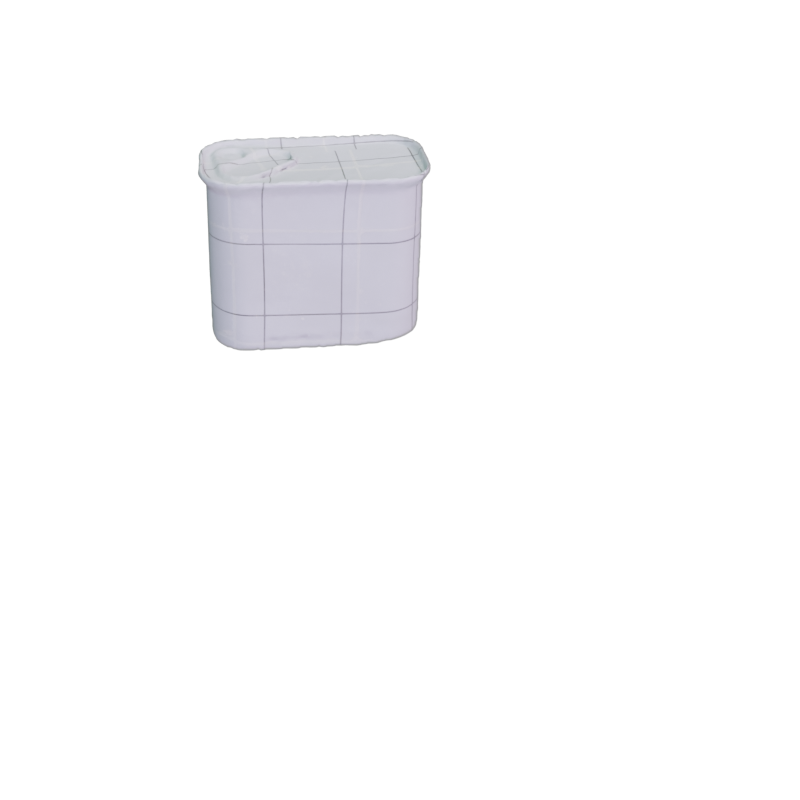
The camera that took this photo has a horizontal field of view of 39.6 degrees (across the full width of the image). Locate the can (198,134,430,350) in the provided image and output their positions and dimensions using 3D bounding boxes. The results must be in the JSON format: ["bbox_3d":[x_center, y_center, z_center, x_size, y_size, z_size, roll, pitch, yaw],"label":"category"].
[{"bbox_3d":[-0.040,-0.073,0.510,0.101,0.079,0.061,-2,29,-6],"label":"can"}]
